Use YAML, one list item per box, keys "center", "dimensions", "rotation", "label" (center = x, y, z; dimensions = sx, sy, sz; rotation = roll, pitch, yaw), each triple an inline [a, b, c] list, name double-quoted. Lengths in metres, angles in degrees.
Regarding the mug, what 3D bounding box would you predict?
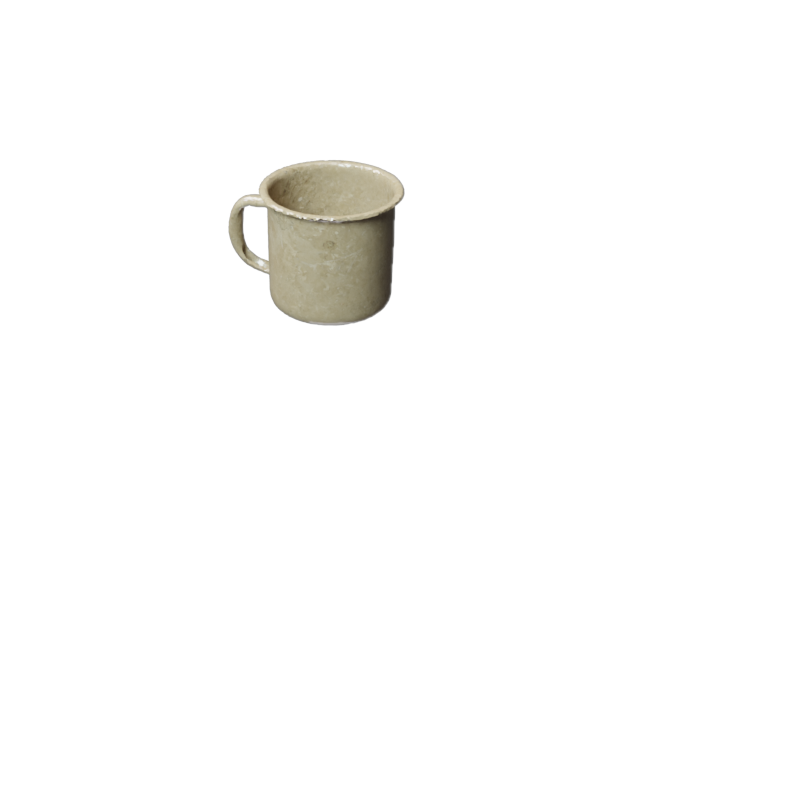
- center: [-0.057, -0.104, 0.726]
  dimensions: [0.119, 0.077, 0.097]
  rotation: [8, 32, 11]
  label: "mug"
